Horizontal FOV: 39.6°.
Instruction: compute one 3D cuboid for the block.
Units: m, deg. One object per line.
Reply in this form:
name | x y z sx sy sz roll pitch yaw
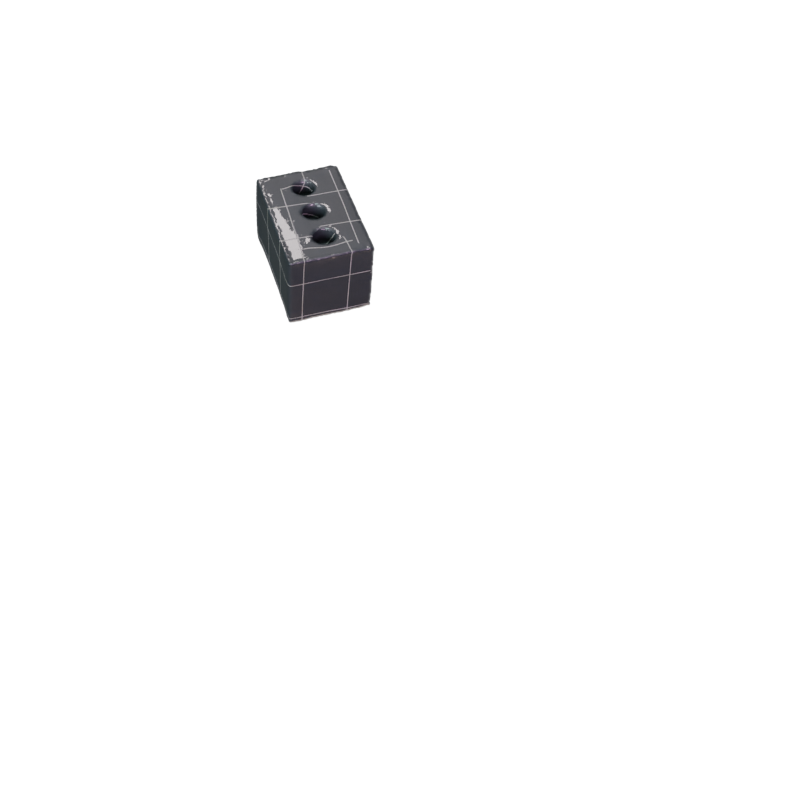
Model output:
block | -0.052 -0.095 0.665 0.052 0.084 0.048 -13 -40 -13
